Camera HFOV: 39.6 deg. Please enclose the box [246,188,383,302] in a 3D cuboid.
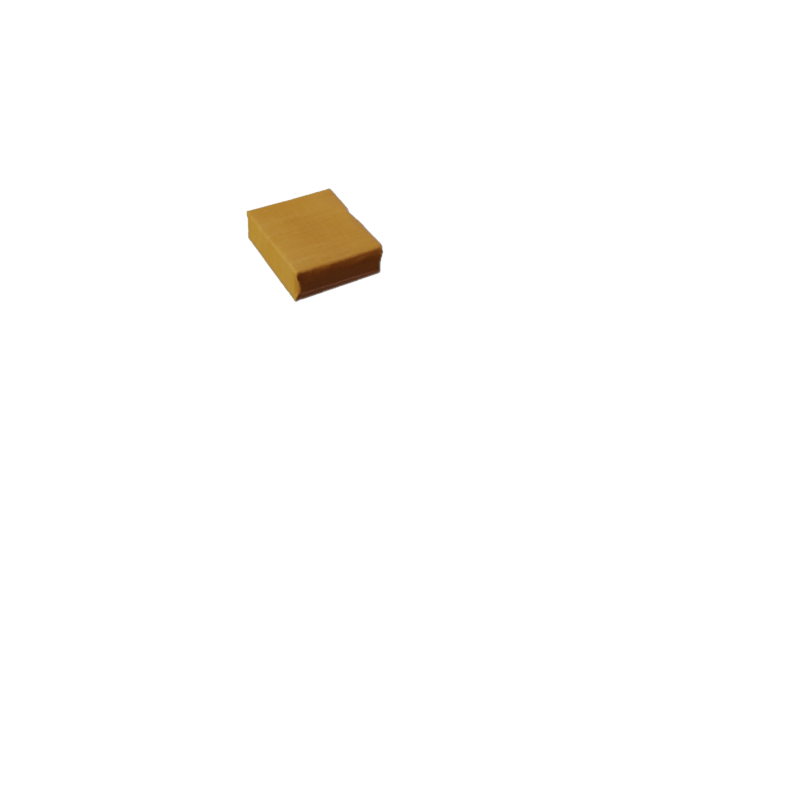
[{"bbox_3d":[-0.066,-0.120,0.841,0.072,0.028,0.097,-19,45,-21],"label":"box"}]
